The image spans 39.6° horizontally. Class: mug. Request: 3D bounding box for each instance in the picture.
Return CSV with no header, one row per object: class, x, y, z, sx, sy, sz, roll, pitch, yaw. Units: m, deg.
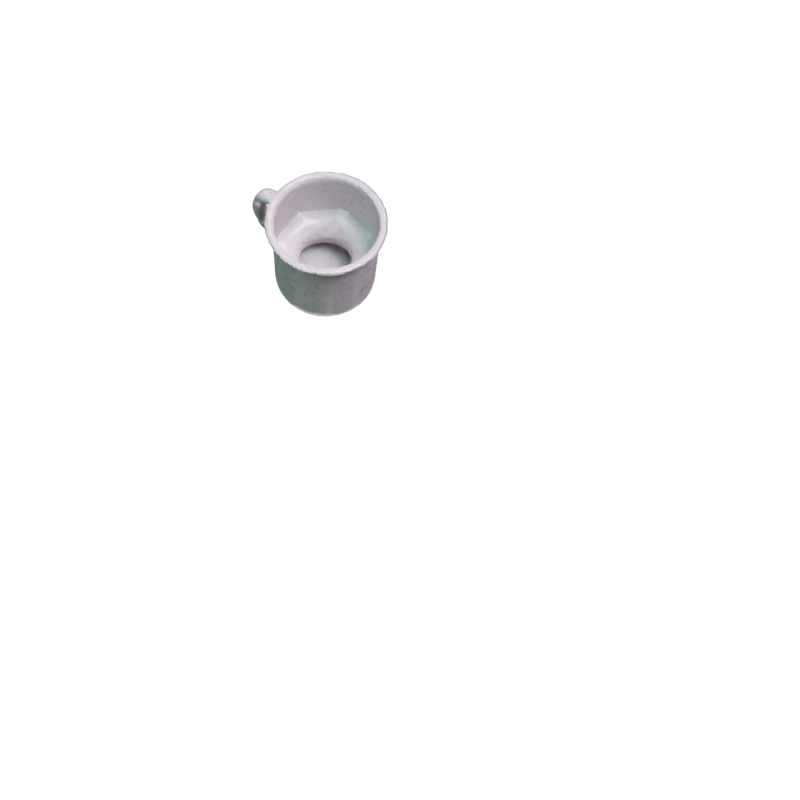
mug,-0.068,-0.124,0.871,0.122,0.095,0.077,31,-25,15
